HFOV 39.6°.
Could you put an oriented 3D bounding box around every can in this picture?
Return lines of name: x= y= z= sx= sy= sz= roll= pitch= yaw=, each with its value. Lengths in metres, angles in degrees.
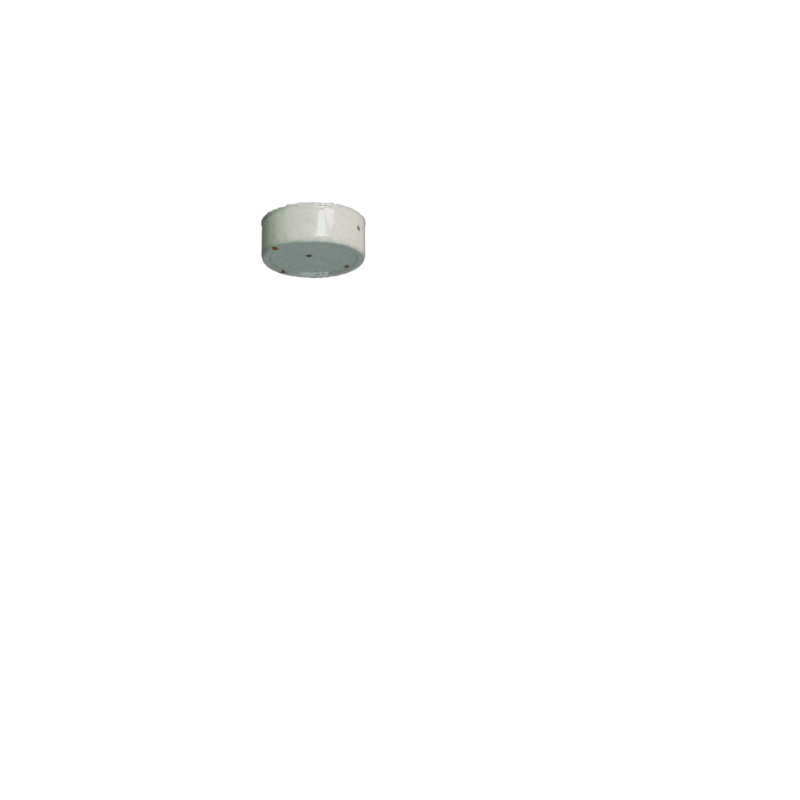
can: x=-0.071 y=-0.129 z=0.902 sx=0.086 sy=0.035 sz=0.082 roll=0 pitch=-16 yaw=-2
